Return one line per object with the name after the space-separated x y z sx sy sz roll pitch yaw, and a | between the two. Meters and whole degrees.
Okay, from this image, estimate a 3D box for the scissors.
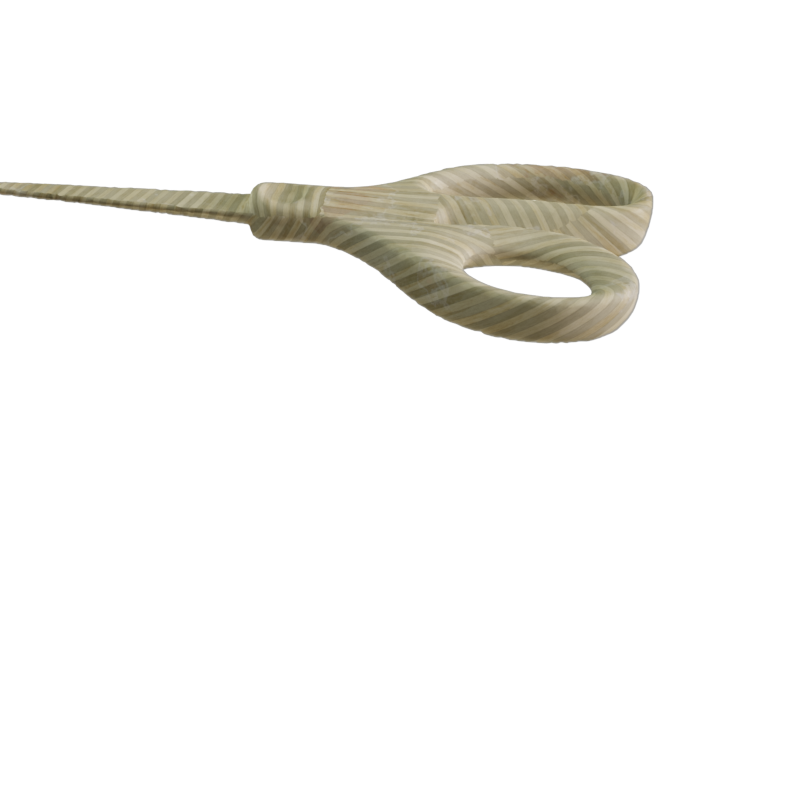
-0.024 -0.044 0.309 0.200 0.015 0.103 -3 33 -4 | scissors
